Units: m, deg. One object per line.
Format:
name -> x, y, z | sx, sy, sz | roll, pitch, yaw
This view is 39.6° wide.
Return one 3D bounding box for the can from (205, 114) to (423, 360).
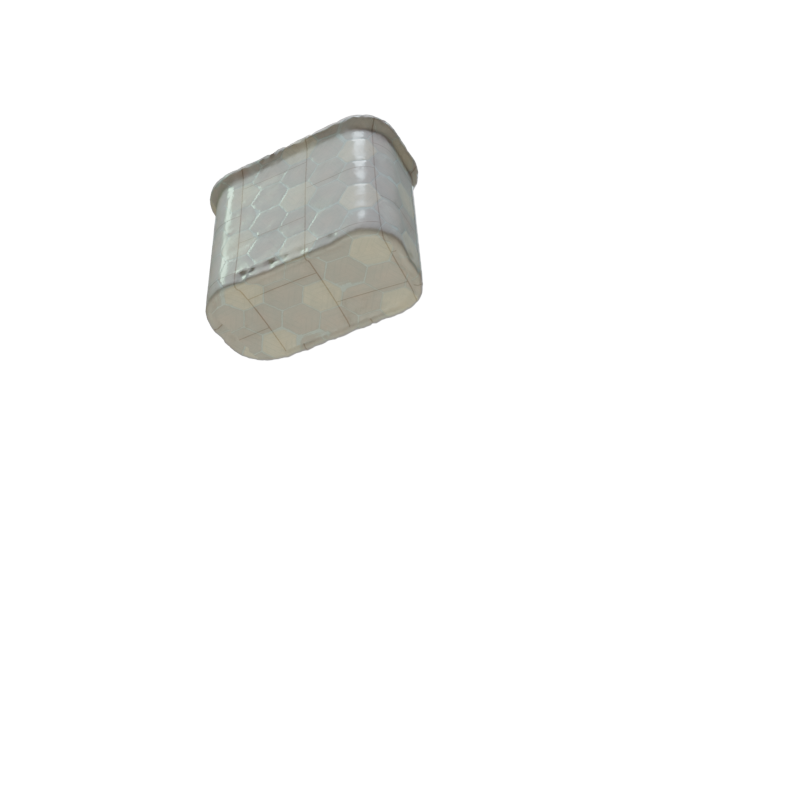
can -> -0.041, -0.074, 0.516 | 0.102, 0.090, 0.053 | -22, -48, 18
